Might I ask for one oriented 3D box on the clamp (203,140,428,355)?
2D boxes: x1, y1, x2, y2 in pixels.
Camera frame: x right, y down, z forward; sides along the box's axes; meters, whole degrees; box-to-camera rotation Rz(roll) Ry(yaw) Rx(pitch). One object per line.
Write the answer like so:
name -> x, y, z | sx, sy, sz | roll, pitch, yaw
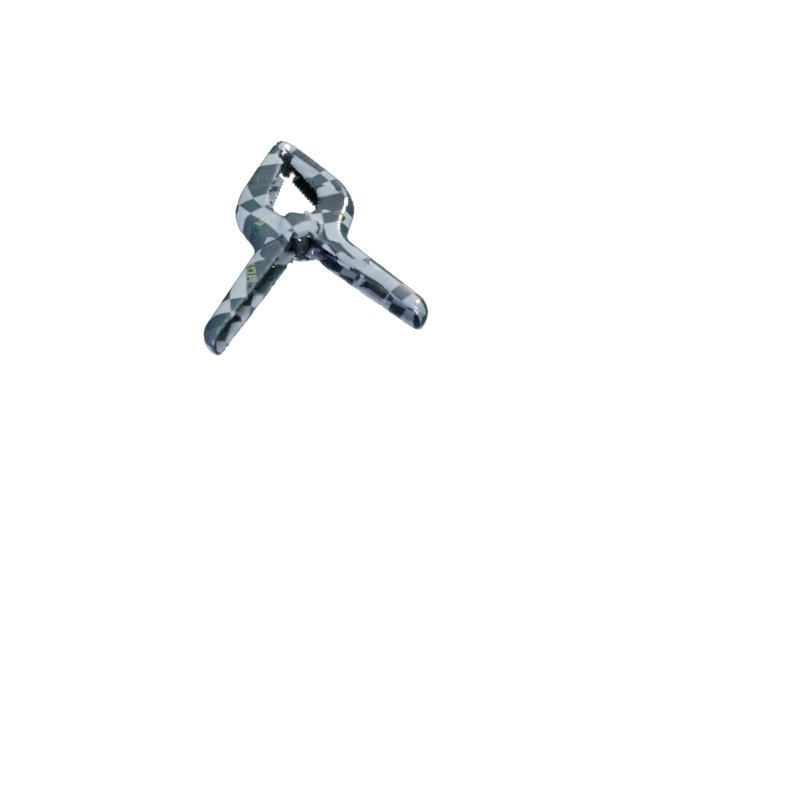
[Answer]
clamp -> -0.068, -0.124, 0.869 | 0.164, 0.226, 0.034 | -3, -40, -2
